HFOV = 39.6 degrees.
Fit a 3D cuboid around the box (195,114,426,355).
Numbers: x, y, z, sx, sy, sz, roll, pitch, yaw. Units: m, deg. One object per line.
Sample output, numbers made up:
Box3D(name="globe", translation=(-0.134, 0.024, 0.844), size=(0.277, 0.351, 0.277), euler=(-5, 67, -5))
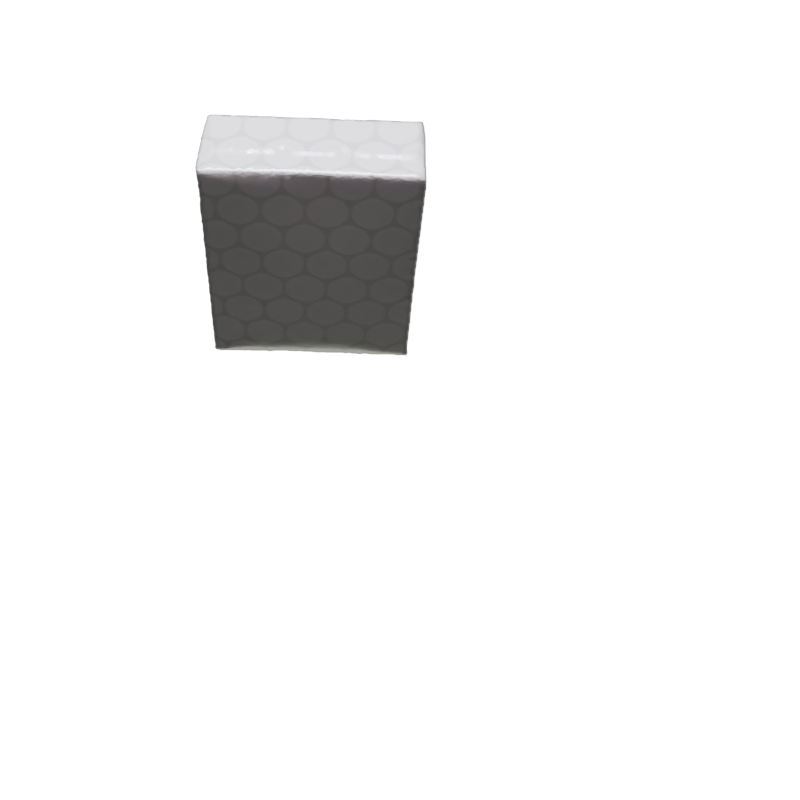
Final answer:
Box3D(name="box", translation=(-0.068, -0.124, 0.872), size=(0.164, 0.077, 0.199), euler=(3, -37, 0))
